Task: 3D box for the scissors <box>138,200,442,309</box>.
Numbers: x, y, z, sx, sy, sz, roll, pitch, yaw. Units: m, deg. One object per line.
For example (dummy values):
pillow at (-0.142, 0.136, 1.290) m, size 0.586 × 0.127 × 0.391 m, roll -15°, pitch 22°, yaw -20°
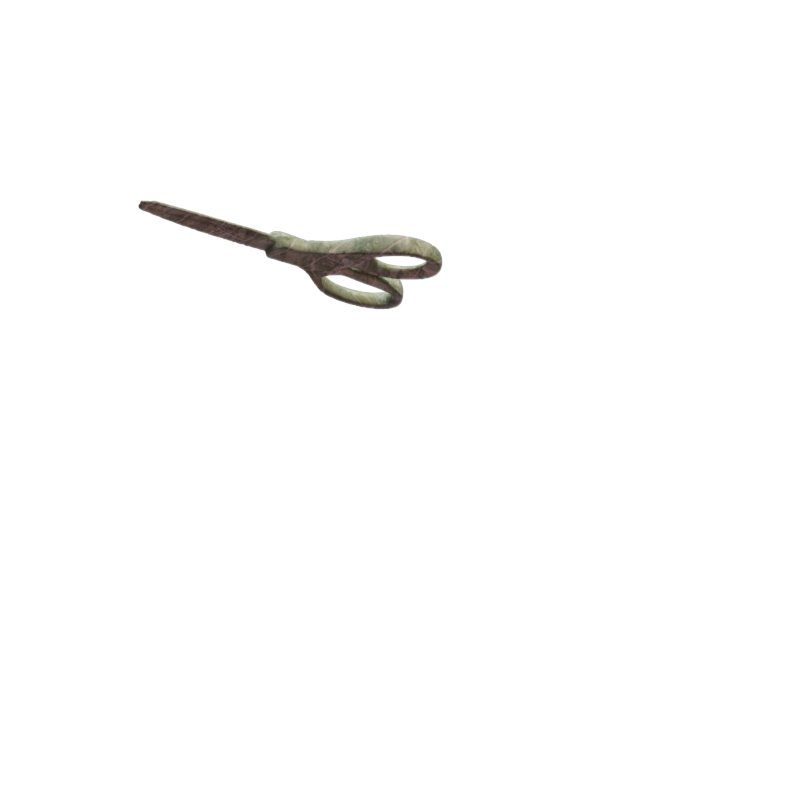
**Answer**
scissors at (-0.053, -0.097, 0.680) m, size 0.097 × 0.017 × 0.189 m, roll -16°, pitch -26°, yaw 36°
